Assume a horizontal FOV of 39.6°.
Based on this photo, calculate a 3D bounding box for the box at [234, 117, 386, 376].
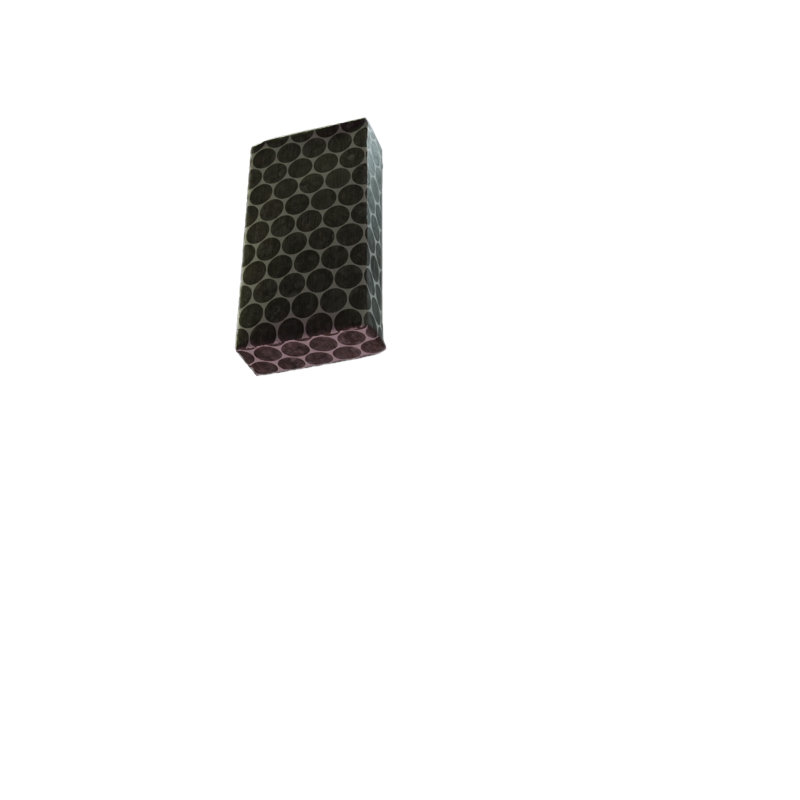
[{"bbox_3d":[-0.060,-0.109,0.761,0.094,0.188,0.044,-11,-33,15],"label":"box"}]
